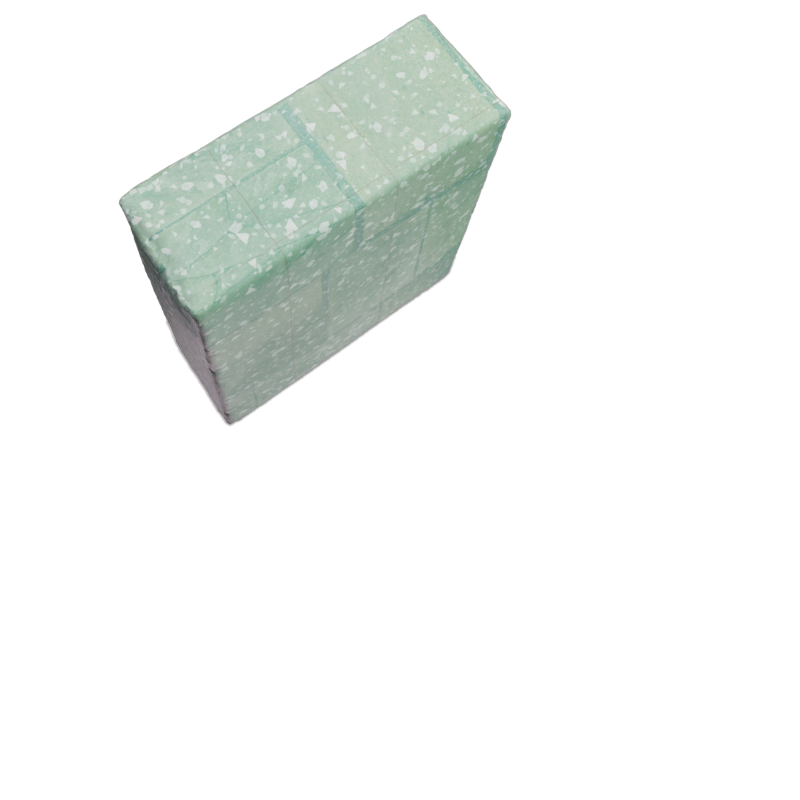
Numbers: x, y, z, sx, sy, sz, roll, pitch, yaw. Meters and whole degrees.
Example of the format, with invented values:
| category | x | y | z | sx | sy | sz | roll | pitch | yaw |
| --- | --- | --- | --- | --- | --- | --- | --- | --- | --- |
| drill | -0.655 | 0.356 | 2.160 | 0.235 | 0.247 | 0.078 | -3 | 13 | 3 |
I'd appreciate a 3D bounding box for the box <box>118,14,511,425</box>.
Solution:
| category | x | y | z | sx | sy | sz | roll | pitch | yaw |
| --- | --- | --- | --- | --- | --- | --- | --- | --- | --- |
| box | -0.044 | -0.080 | 0.562 | 0.164 | 0.074 | 0.205 | -35 | -10 | -12 |
